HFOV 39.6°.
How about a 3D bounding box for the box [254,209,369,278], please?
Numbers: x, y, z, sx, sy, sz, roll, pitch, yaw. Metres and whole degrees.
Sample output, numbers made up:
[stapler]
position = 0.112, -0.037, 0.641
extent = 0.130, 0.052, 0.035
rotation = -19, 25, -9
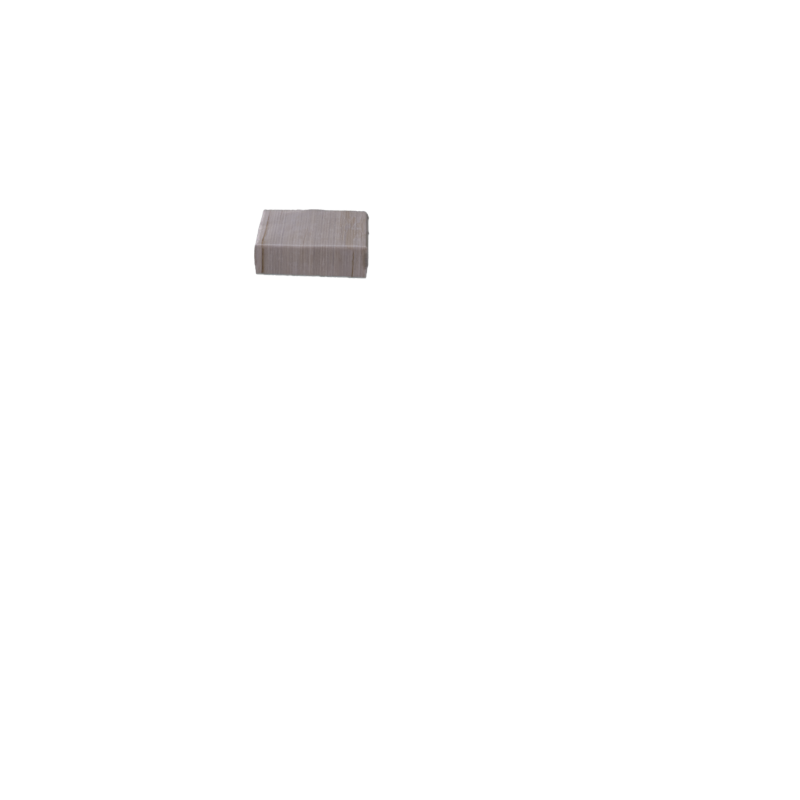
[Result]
[box]
position = -0.069, -0.127, 0.888
extent = 0.089, 0.028, 0.077
rotation = 1, 30, 1
